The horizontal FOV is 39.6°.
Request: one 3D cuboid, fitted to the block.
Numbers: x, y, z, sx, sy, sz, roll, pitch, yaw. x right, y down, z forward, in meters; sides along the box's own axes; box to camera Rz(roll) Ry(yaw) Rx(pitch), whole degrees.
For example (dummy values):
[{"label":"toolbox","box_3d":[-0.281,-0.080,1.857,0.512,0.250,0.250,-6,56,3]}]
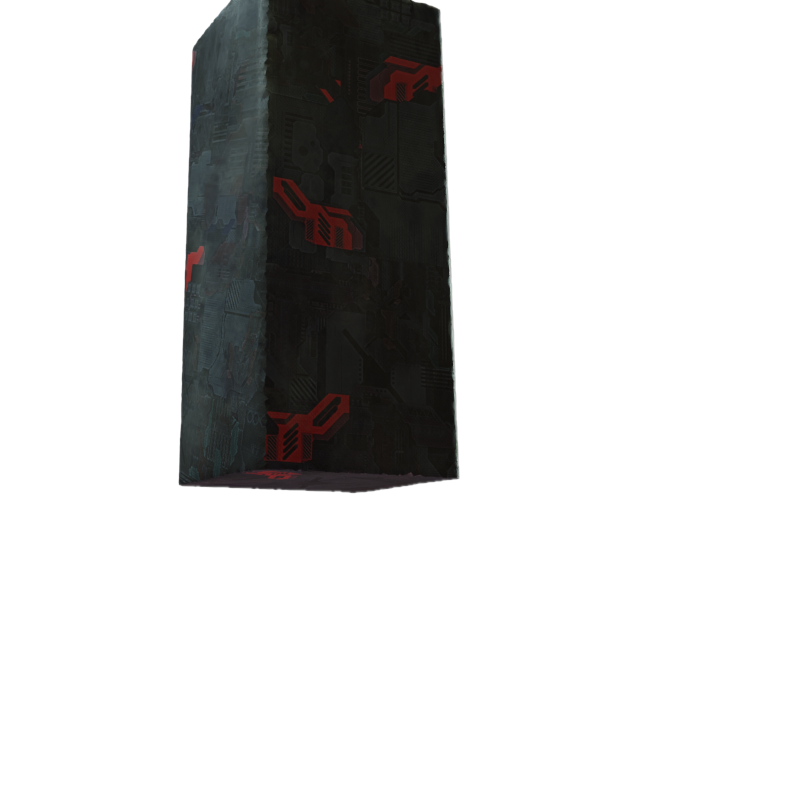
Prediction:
[{"label":"block","box_3d":[-0.038,-0.069,0.483,0.087,0.214,0.090,7,-17,-28]}]
